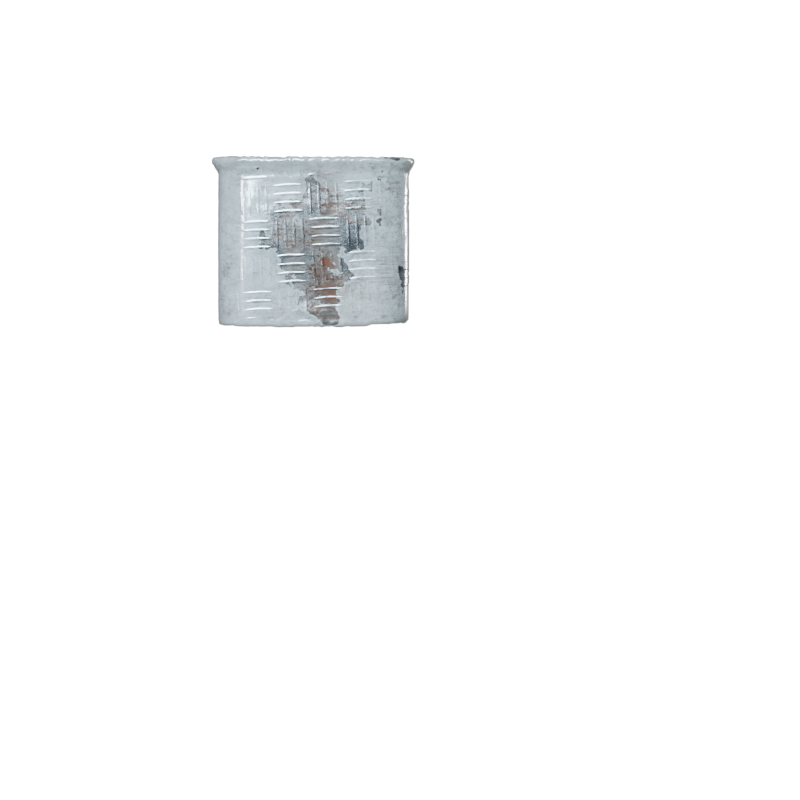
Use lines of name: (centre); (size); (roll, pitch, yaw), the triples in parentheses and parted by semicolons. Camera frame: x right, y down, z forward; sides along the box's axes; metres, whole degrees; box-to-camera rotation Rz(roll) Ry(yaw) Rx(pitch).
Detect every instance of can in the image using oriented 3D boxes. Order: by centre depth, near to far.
can: (-0.044, -0.081, 0.566); (0.102, 0.084, 0.058); (0, 2, -1)
